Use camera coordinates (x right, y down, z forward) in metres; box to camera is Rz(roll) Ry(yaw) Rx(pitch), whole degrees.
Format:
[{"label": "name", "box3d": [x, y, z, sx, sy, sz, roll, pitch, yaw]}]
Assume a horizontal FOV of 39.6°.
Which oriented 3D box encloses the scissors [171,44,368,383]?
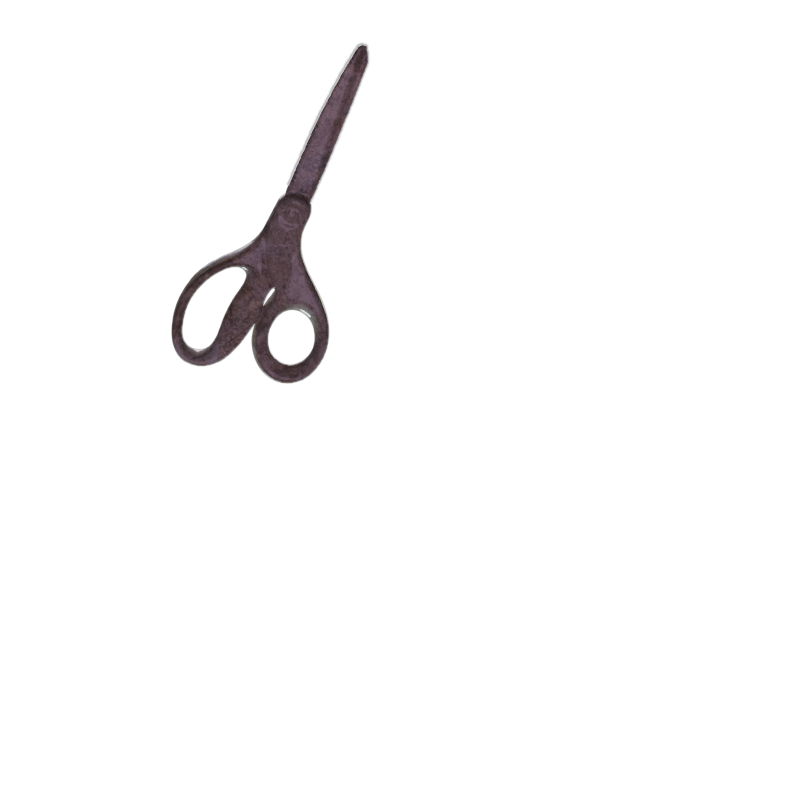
[{"label": "scissors", "box3d": [-0.047, -0.086, 0.600, 0.093, 0.198, 0.017, 37, 19, -15]}]
